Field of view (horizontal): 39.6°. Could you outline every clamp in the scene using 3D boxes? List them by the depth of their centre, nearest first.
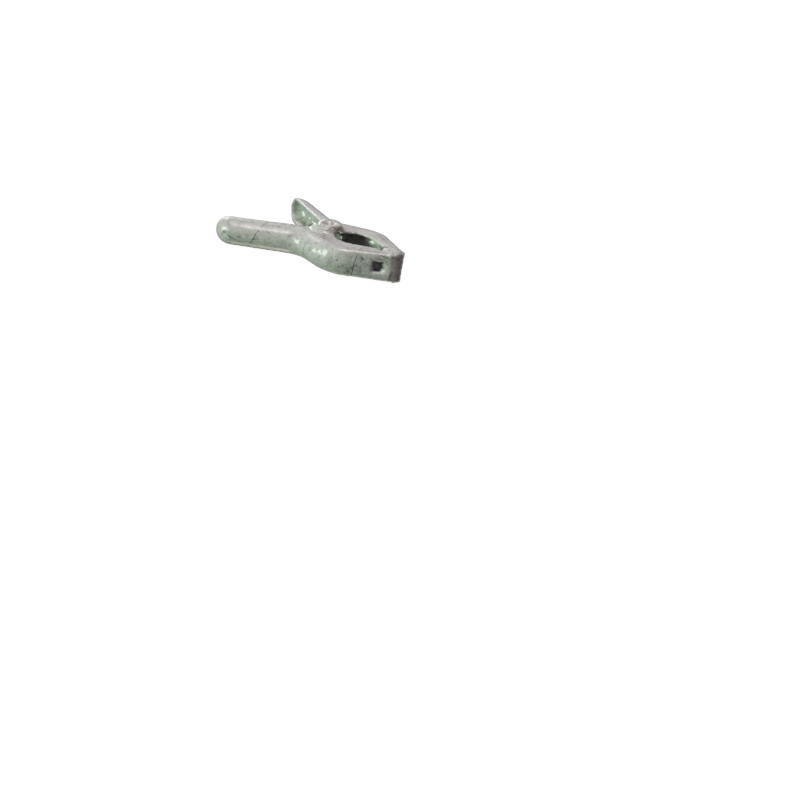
[{"bbox_3d":[-0.077,-0.141,0.989,0.119,0.037,0.183,-24,36,-38],"label":"clamp"}]
